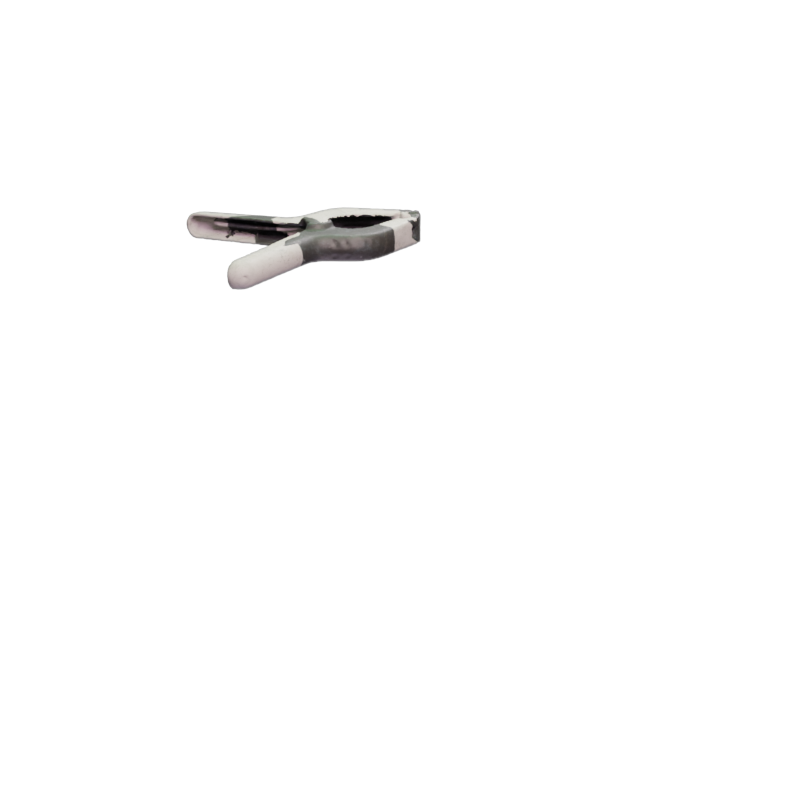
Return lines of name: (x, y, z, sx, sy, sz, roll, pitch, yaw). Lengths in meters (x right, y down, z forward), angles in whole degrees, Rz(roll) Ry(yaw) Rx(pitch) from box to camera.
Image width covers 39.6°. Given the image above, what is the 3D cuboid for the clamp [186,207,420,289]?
clamp: (-0.077, -0.140, 0.984, 0.207, 0.035, 0.175, -6, 27, -12)
